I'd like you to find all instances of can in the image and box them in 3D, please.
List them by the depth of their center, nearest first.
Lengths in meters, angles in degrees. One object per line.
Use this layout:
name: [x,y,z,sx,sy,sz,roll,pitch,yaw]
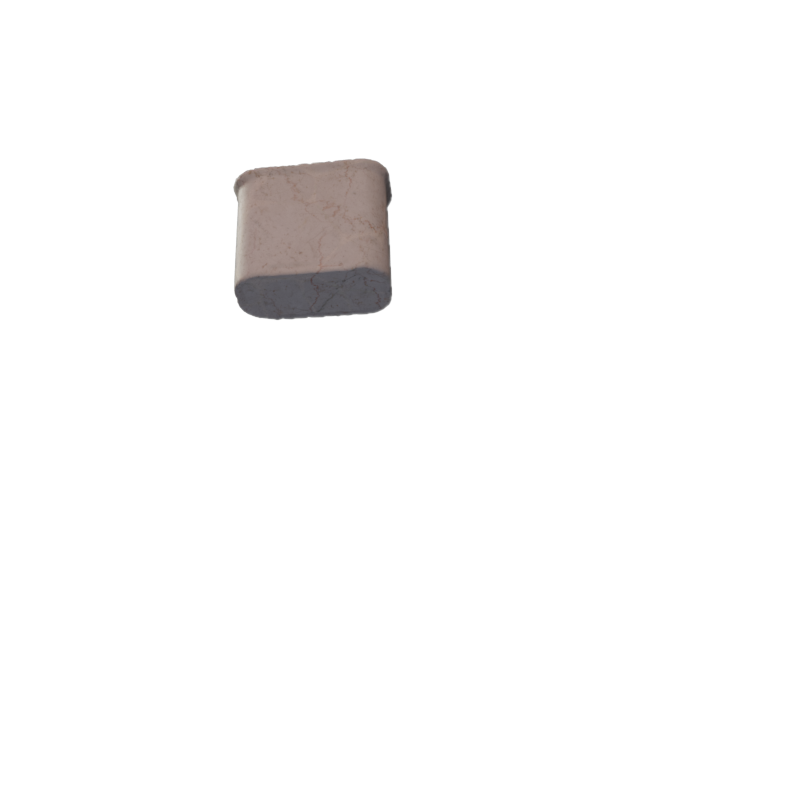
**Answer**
can: [-0.055,-0.100,0.703,0.102,0.090,0.053,-4,-33,5]
